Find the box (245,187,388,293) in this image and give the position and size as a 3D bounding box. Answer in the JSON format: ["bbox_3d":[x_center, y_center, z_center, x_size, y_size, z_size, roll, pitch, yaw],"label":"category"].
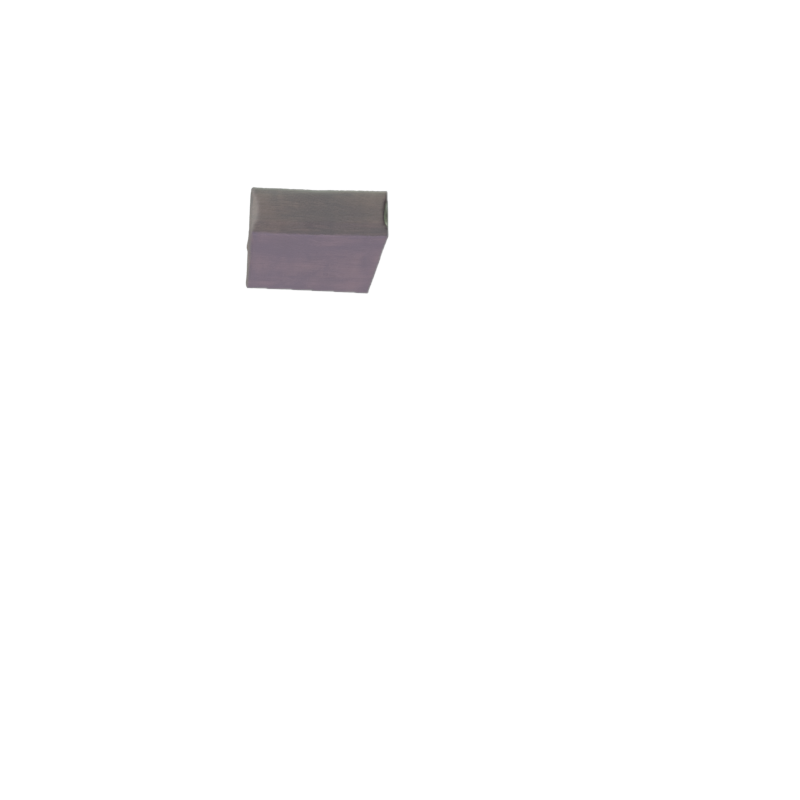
[{"bbox_3d":[-0.048,-0.088,0.618,0.072,0.031,0.086,2,-16,-7],"label":"box"}]
